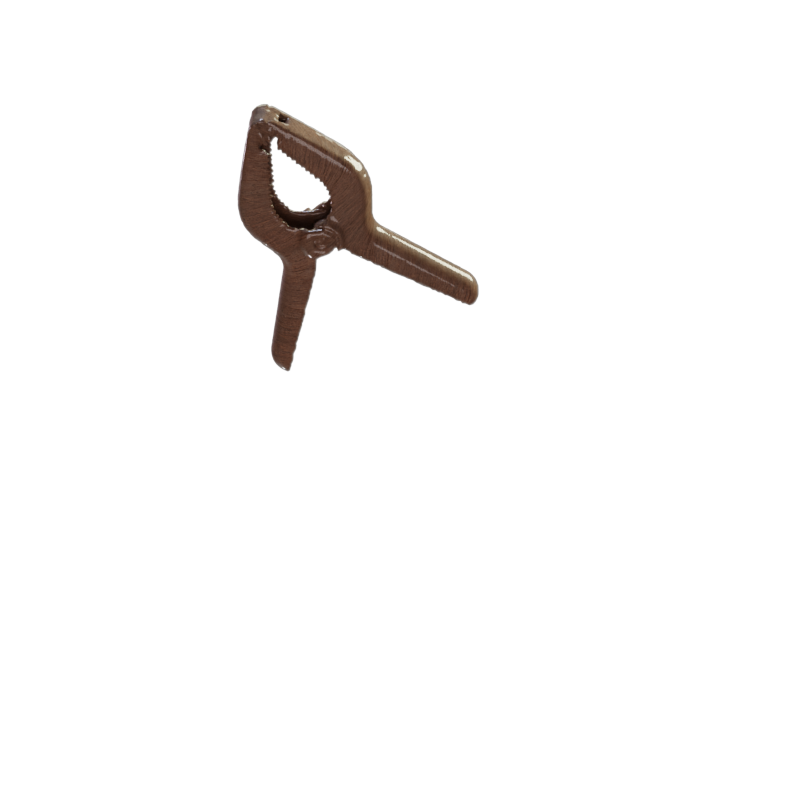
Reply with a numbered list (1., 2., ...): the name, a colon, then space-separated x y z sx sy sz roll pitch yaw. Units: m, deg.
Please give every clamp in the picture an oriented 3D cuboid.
1. clamp: -0.062 -0.113 0.789 0.165 0.196 0.039 -27 31 17
